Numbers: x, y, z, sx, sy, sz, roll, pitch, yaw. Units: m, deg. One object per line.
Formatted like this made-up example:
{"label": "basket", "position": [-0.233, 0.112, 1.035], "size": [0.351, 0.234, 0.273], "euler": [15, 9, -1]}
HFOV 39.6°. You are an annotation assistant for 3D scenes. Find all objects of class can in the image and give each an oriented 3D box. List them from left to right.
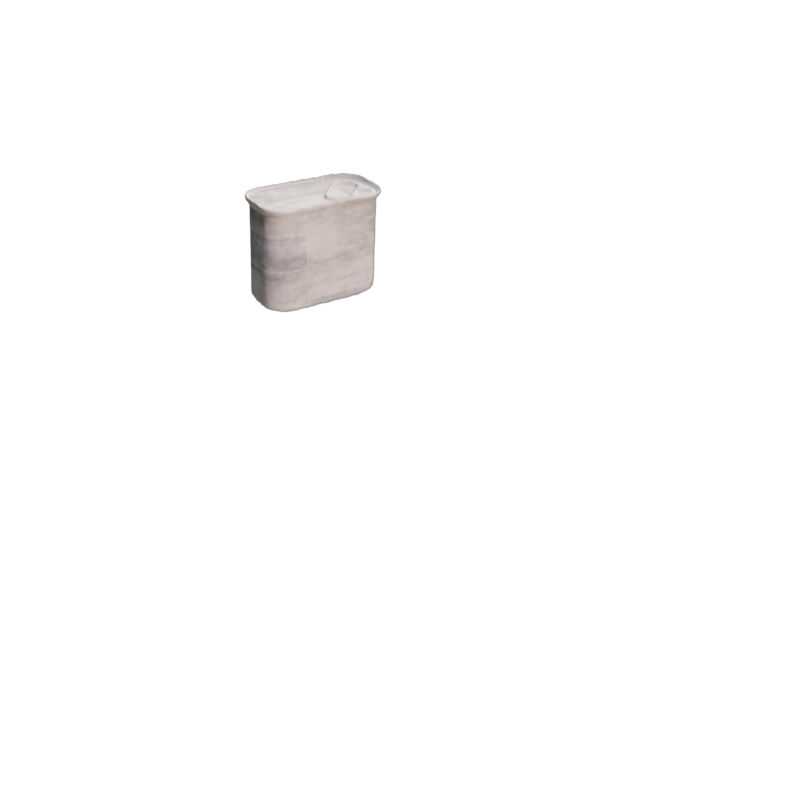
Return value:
{"label": "can", "position": [-0.067, -0.122, 0.853], "size": [0.100, 0.079, 0.062], "euler": [-15, 30, -28]}
